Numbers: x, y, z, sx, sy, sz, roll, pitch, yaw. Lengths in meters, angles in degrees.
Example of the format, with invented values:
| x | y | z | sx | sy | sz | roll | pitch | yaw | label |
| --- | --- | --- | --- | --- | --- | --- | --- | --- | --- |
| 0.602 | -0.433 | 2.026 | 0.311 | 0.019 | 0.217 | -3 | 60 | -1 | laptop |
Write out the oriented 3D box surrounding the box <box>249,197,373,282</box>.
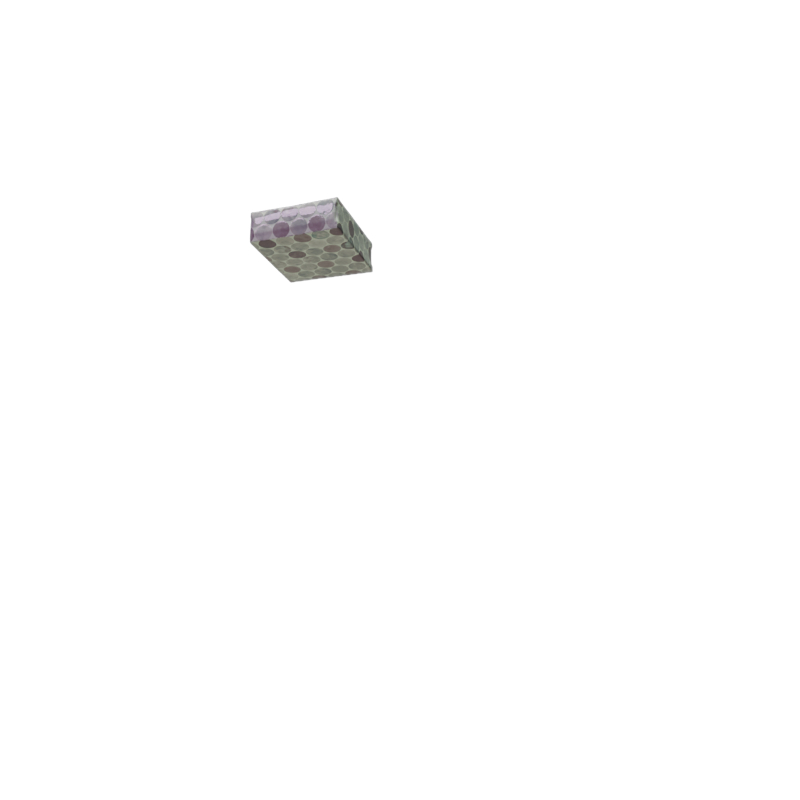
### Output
| x | y | z | sx | sy | sz | roll | pitch | yaw | label |
| --- | --- | --- | --- | --- | --- | --- | --- | --- | --- |
| -0.069 | -0.126 | 0.883 | 0.074 | 0.032 | 0.083 | -7 | -20 | 18 | box |
